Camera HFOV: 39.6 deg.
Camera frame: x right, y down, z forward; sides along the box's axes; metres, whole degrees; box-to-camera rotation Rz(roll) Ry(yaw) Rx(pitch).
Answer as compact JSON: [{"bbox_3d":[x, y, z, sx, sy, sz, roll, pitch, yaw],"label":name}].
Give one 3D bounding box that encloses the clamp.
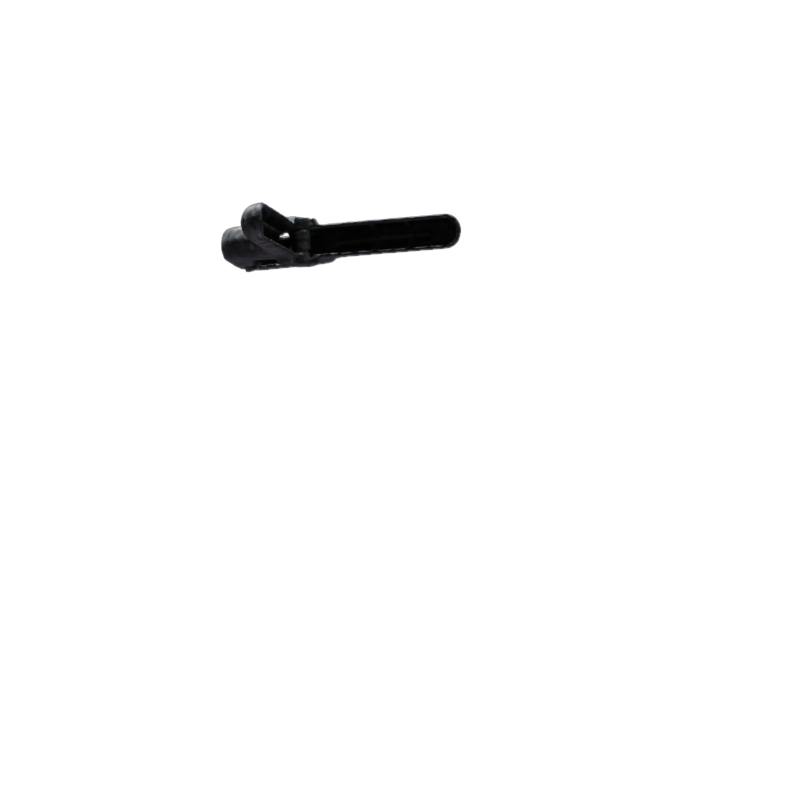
[{"bbox_3d":[-0.065,-0.118,0.830,0.160,0.037,0.214,0,1,-23],"label":"clamp"}]
